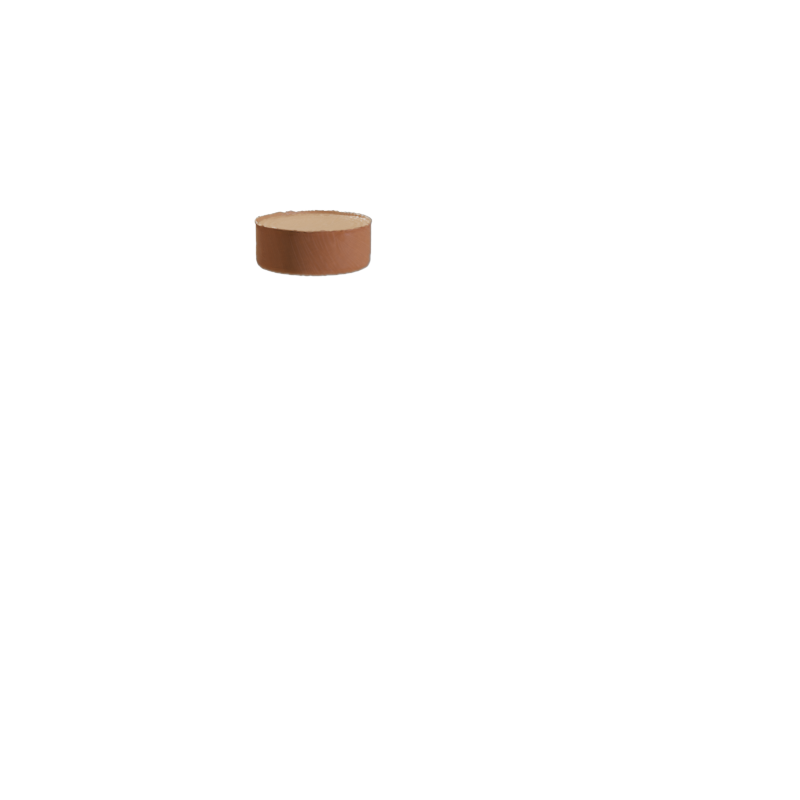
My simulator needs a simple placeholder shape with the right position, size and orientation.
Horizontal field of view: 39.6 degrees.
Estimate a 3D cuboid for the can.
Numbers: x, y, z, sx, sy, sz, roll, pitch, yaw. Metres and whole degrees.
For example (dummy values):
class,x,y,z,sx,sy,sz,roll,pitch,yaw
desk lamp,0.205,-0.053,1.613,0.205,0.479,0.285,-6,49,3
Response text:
class,x,y,z,sx,sy,sz,roll,pitch,yaw
can,-0.063,-0.116,0.811,0.086,0.032,0.089,-1,18,-2
